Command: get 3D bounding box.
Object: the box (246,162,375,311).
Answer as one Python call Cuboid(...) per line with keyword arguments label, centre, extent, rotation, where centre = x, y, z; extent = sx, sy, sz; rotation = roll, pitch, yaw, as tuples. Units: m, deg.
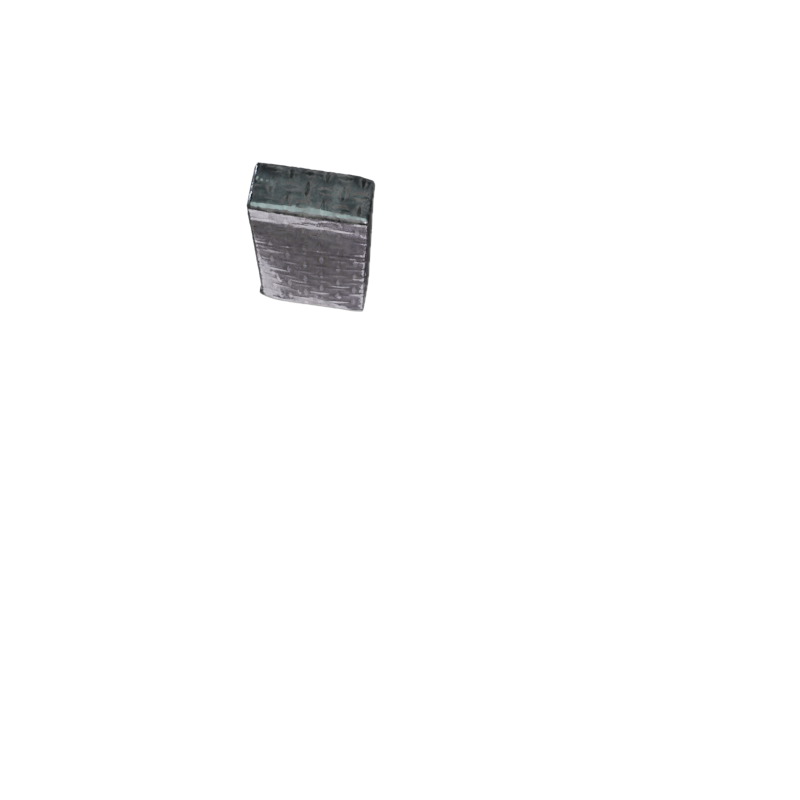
Cuboid(label="box", centre=(-0.070, -0.127, 0.891), extent=(0.094, 0.050, 0.167), rotation=(10, -21, 0))
